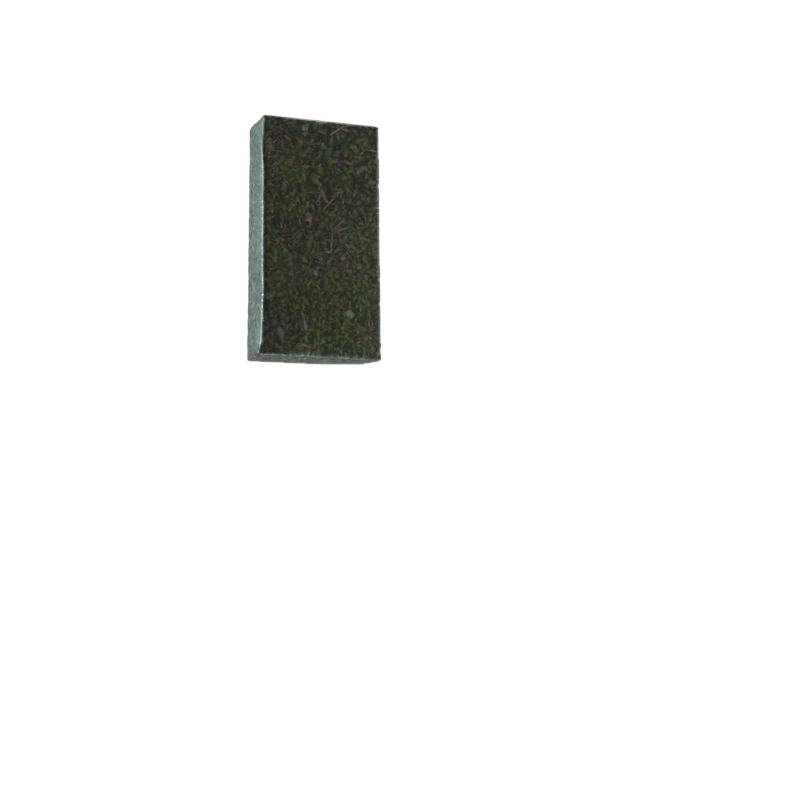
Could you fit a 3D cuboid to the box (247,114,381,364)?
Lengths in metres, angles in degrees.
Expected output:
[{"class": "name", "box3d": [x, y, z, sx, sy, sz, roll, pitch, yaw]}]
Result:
[{"class": "box", "box3d": [-0.064, -0.116, 0.815, 0.091, 0.182, 0.048, 3, -13, -20]}]
